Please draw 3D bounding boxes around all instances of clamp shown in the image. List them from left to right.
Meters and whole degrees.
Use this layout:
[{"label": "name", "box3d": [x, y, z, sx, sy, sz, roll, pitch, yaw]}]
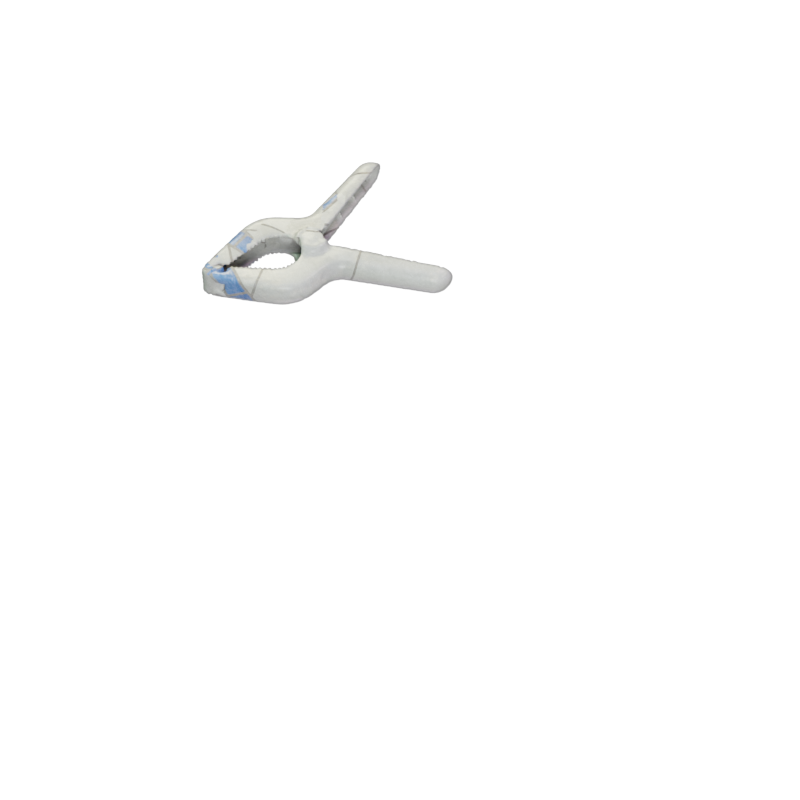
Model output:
[{"label": "clamp", "box3d": [-0.078, -0.142, 0.995, 0.208, 0.178, 0.034, -13, -40, -11]}]
